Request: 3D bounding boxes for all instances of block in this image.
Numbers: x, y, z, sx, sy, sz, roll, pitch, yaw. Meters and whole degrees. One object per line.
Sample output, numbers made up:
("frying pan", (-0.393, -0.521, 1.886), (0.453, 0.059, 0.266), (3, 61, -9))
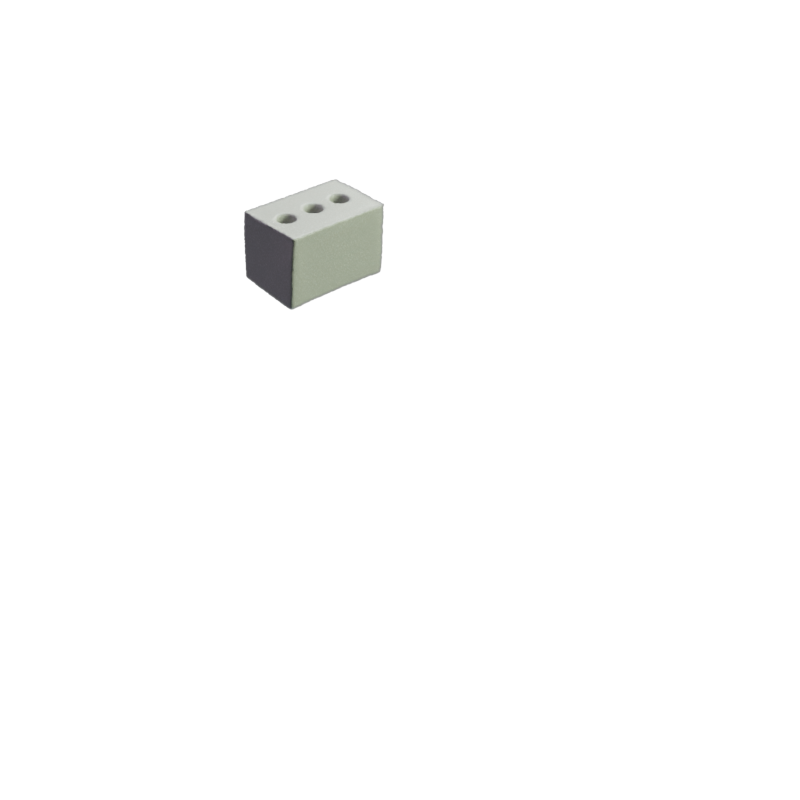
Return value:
("block", (-0.057, -0.103, 0.724), (0.077, 0.048, 0.056), (-26, 43, -34))
